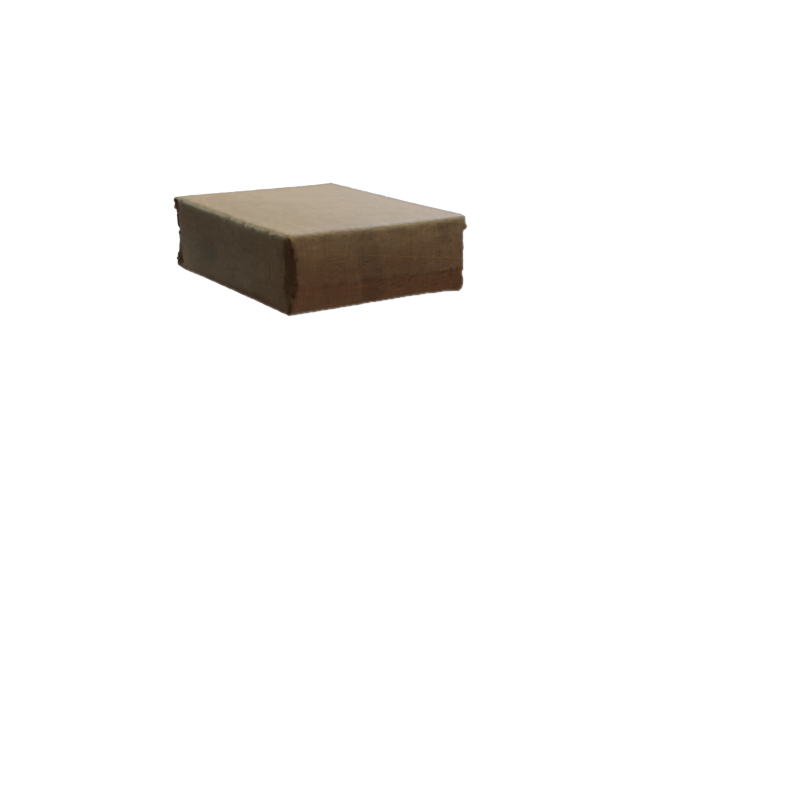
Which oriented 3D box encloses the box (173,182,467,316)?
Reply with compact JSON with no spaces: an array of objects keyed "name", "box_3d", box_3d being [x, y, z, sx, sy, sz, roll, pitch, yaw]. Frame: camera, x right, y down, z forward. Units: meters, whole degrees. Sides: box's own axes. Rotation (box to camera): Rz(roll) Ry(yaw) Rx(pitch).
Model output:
[{"name":"box","box_3d":[-0.039,-0.072,0.502,0.087,0.038,0.120,-10,19,-32]}]
